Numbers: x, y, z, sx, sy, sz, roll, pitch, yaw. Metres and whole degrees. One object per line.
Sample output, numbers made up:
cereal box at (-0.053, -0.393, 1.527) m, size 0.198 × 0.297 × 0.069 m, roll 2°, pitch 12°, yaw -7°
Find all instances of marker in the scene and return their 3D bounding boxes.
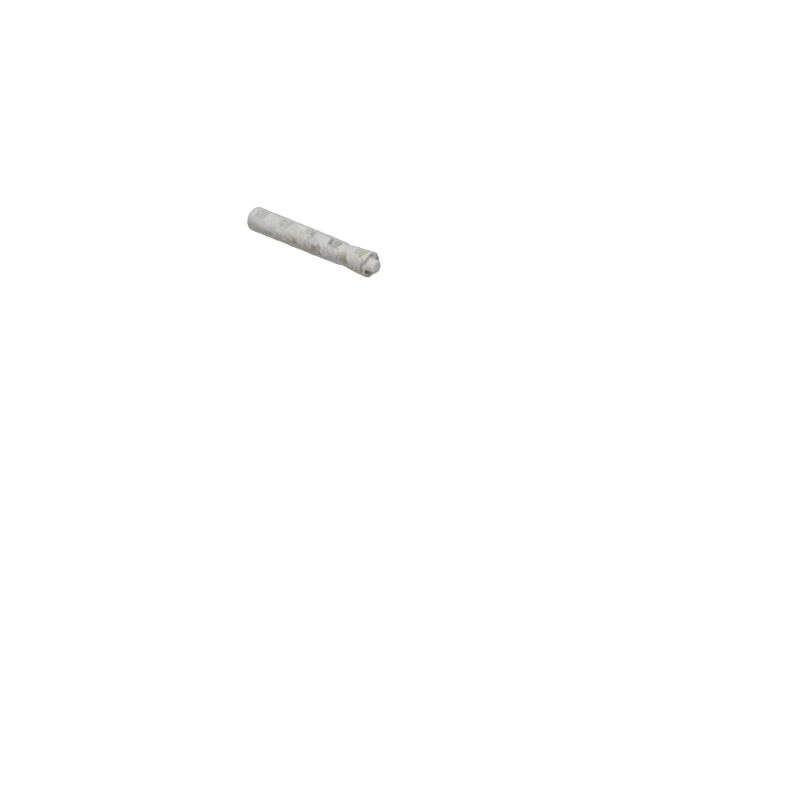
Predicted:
marker at (-0.063, -0.115, 0.802) m, size 0.129 × 0.019 × 0.019 m, roll 26°, pitch 19°, yaw 36°
